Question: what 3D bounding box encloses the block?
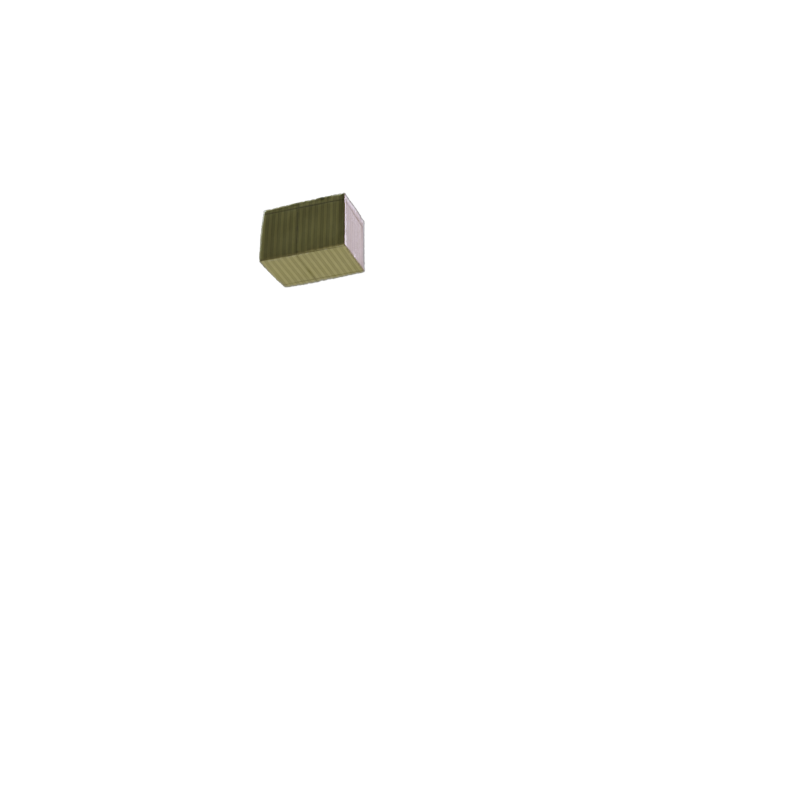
[{"bbox_3d":[-0.074,-0.135,0.945,0.079,0.054,0.049,-10,-28,18],"label":"block"}]
